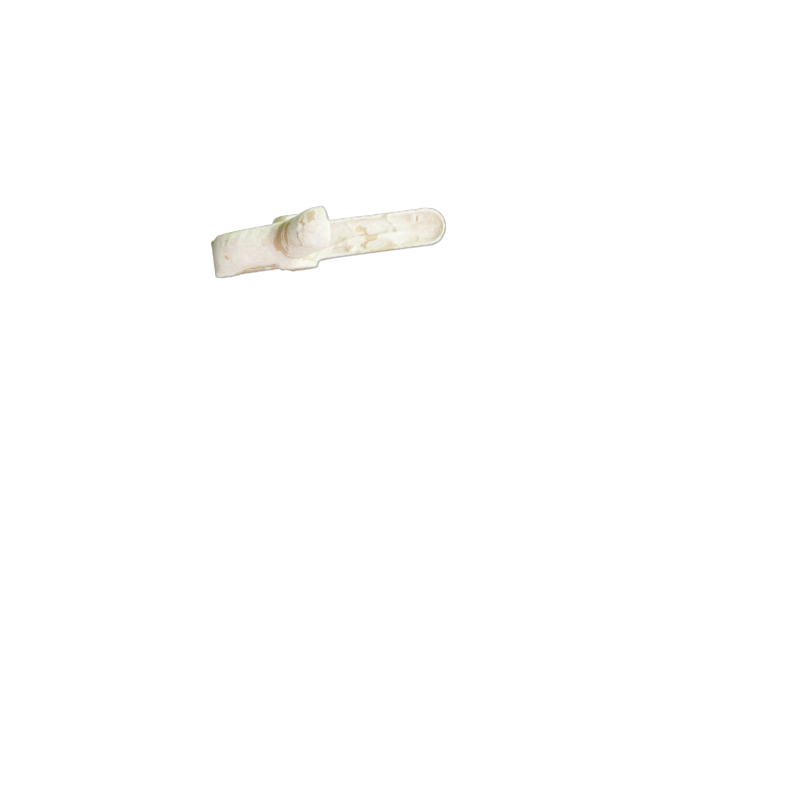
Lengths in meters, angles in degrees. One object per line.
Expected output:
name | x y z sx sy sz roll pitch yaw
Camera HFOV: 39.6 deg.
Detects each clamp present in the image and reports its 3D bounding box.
clamp | -0.058 -0.105 0.735 0.115 0.039 0.177 0 1 -38
